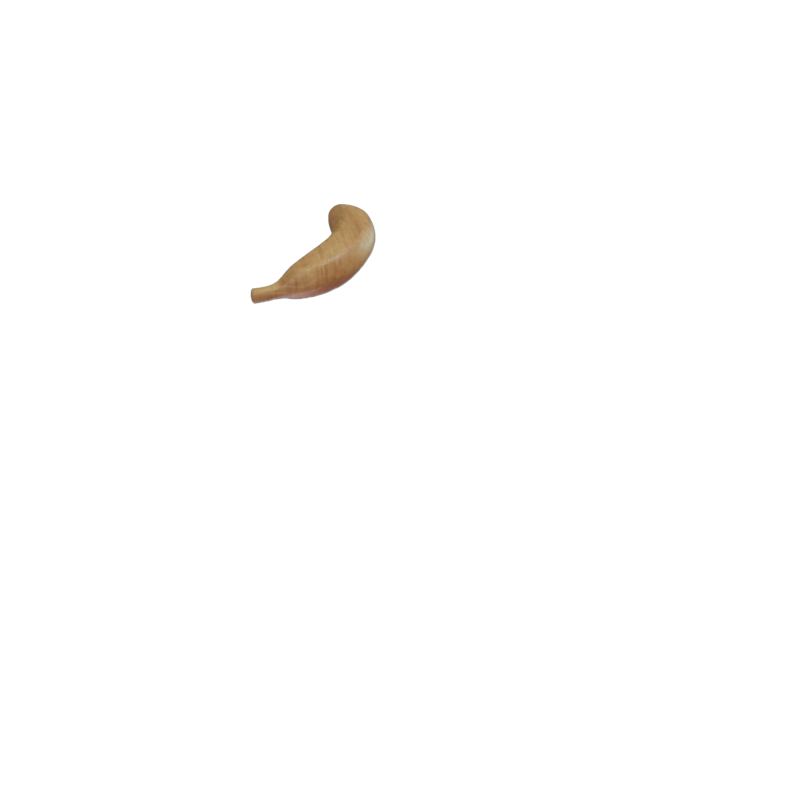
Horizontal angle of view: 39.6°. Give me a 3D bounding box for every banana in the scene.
[{"bbox_3d":[-0.056,-0.127,0.916,0.071,0.035,0.203,8,28,15],"label":"banana"}]
